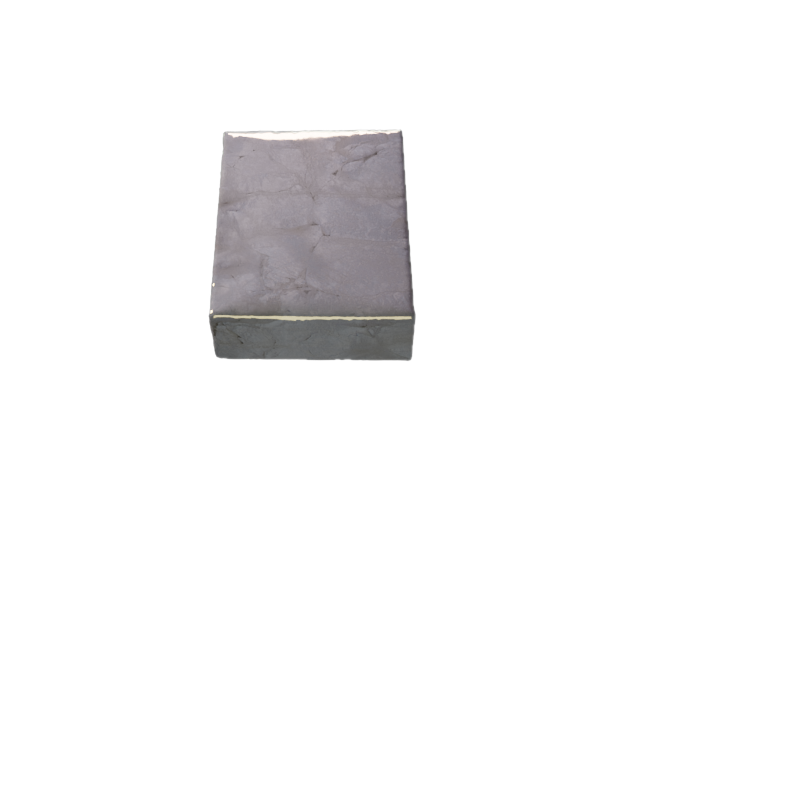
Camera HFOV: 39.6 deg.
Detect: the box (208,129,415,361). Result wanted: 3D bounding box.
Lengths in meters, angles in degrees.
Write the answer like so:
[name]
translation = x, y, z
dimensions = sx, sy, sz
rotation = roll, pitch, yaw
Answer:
[box]
translation = -0.075, -0.136, 0.954
dimensions = 0.164, 0.229, 0.067
rotation = -1, -38, -1
